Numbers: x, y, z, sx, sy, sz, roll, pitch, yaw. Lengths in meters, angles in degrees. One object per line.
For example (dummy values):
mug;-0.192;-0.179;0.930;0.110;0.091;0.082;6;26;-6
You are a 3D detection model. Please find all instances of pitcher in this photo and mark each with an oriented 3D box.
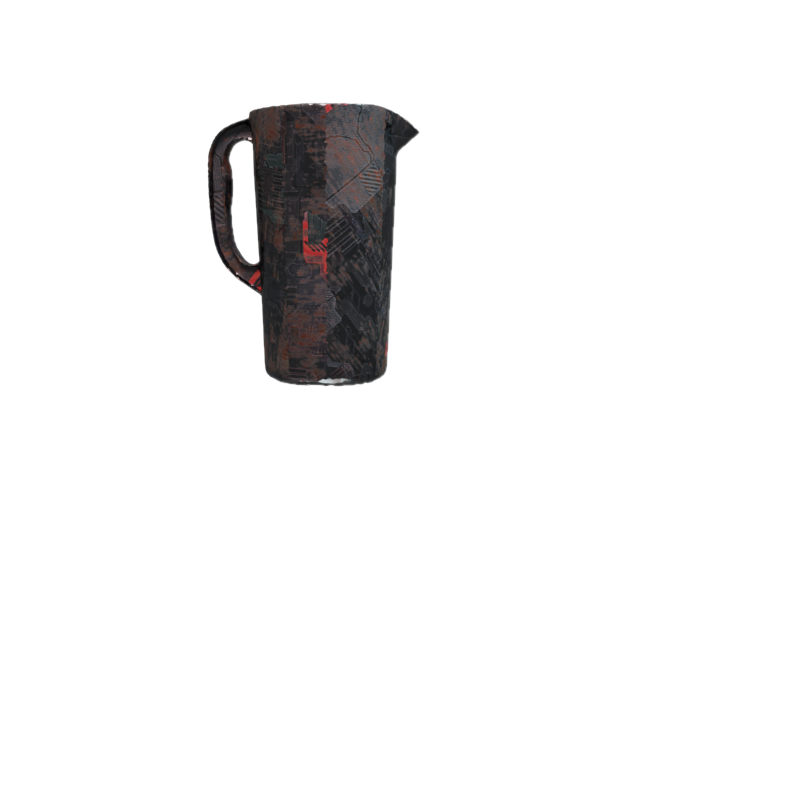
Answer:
pitcher;-0.077;-0.140;0.978;0.140;0.242;0.155;-2;3;-36
